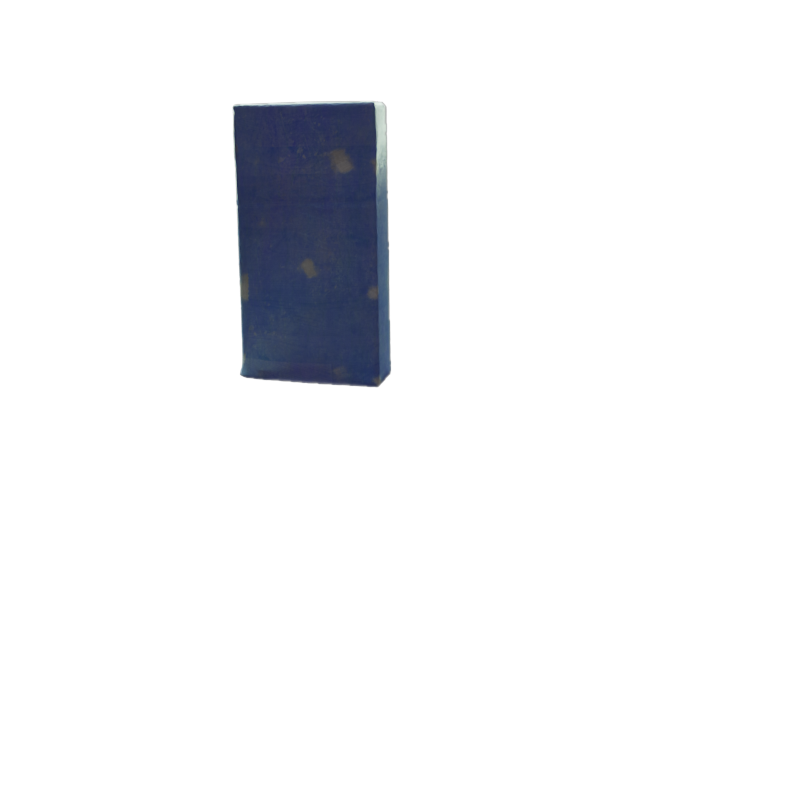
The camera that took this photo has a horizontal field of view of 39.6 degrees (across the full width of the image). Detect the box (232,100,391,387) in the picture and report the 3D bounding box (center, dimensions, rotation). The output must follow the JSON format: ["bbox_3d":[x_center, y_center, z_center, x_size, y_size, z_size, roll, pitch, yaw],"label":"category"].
[{"bbox_3d":[-0.055,-0.100,0.702,0.095,0.174,0.048,2,6,15],"label":"box"}]
